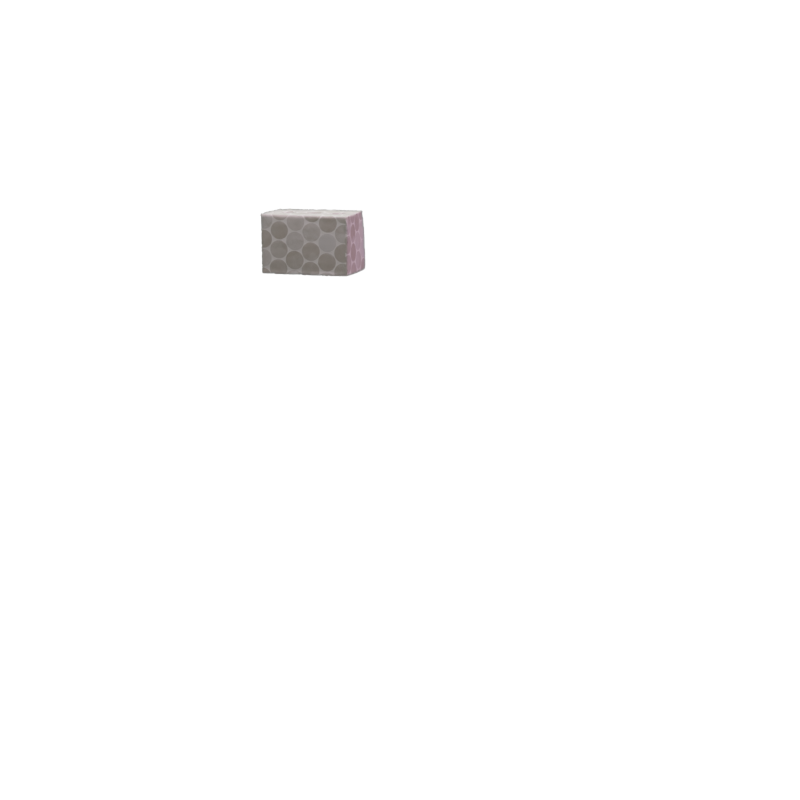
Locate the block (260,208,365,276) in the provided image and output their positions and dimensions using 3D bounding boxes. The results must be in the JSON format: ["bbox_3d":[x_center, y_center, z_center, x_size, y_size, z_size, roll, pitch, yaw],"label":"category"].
[{"bbox_3d":[-0.073,-0.133,0.935,0.080,0.050,0.053,3,10,15],"label":"block"}]
